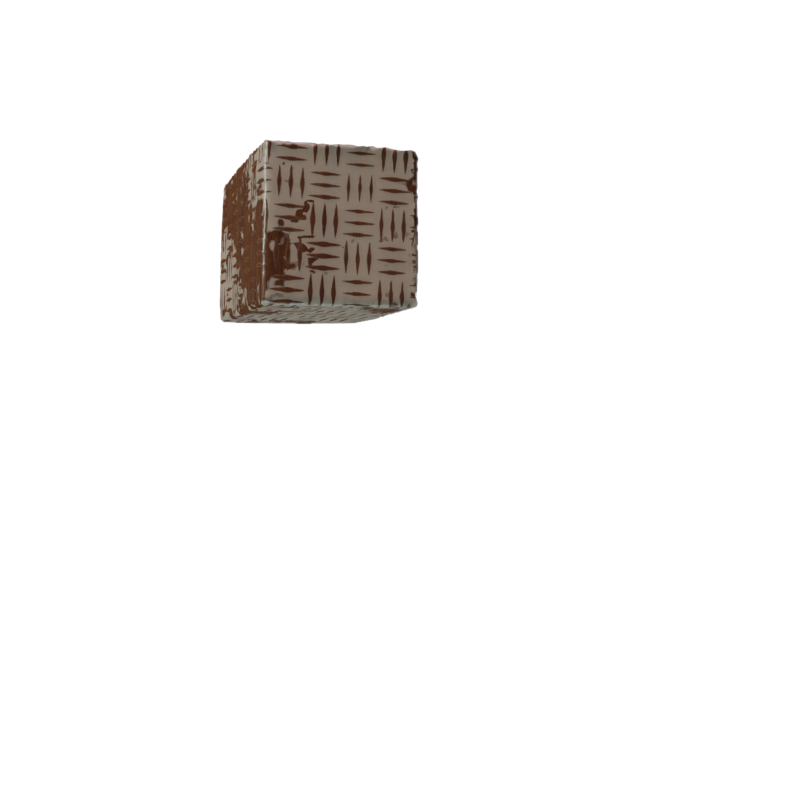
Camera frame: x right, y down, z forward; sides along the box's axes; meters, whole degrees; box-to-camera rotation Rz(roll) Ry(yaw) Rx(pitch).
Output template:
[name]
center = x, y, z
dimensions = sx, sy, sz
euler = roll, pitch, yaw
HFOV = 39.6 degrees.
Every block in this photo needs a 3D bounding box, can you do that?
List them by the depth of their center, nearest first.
[block]
center = -0.030, -0.054, 0.381
dimensions = 0.052, 0.052, 0.079
euler = 1, -3, -18
